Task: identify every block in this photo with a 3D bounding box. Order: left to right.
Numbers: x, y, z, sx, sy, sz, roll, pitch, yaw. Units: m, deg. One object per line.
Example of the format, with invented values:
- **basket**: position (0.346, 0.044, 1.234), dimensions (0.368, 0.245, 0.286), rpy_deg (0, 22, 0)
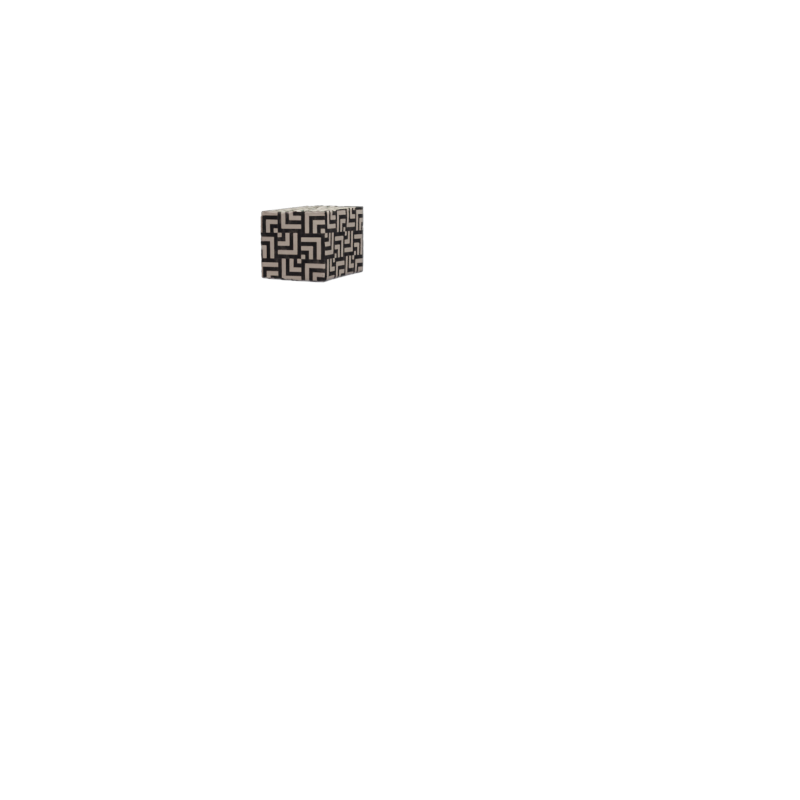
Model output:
- **block**: position (-0.065, -0.118, 0.829), dimensions (0.054, 0.050, 0.077), rpy_deg (4, 11, 20)
